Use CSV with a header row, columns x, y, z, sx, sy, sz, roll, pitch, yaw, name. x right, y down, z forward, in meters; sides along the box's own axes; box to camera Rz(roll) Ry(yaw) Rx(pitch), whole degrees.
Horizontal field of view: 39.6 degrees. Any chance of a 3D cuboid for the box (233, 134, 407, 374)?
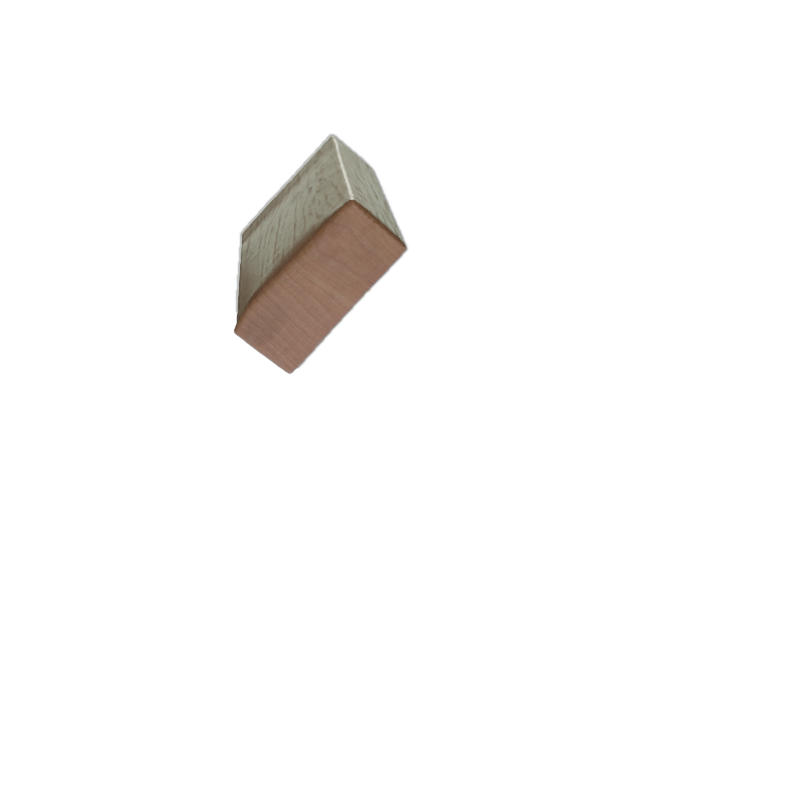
x,y,z,sx,sy,sz,roll,pitch,yaw,name
-0.049,-0.091,0.636,0.046,0.092,0.184,41,14,-18,box
